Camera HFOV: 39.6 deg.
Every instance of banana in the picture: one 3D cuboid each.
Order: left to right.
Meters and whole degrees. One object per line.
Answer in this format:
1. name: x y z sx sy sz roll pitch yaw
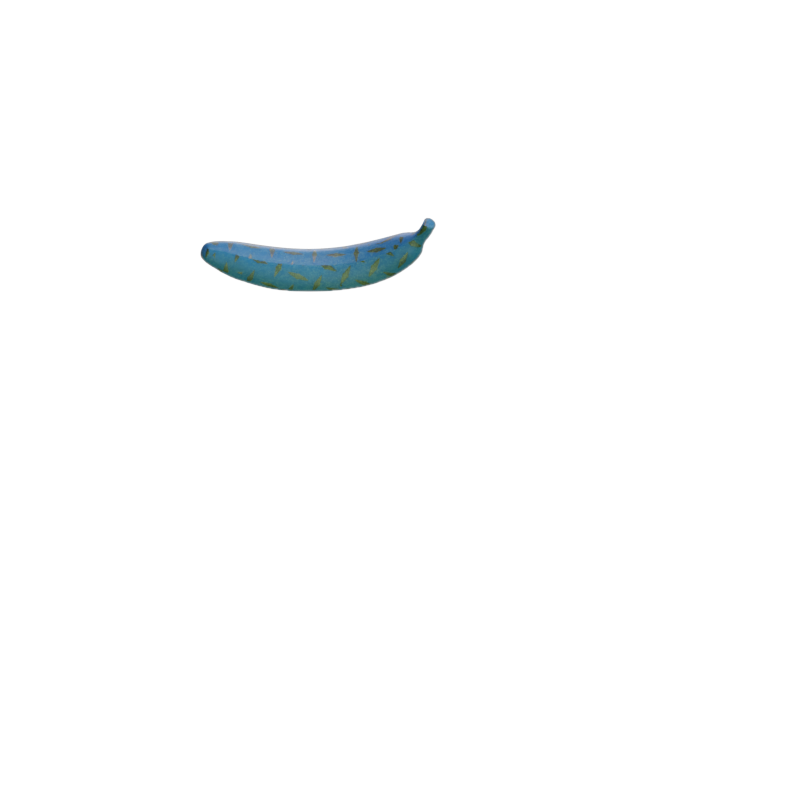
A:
1. banana: -0.067 -0.121 0.941 0.199 0.064 0.039 -7 43 6
